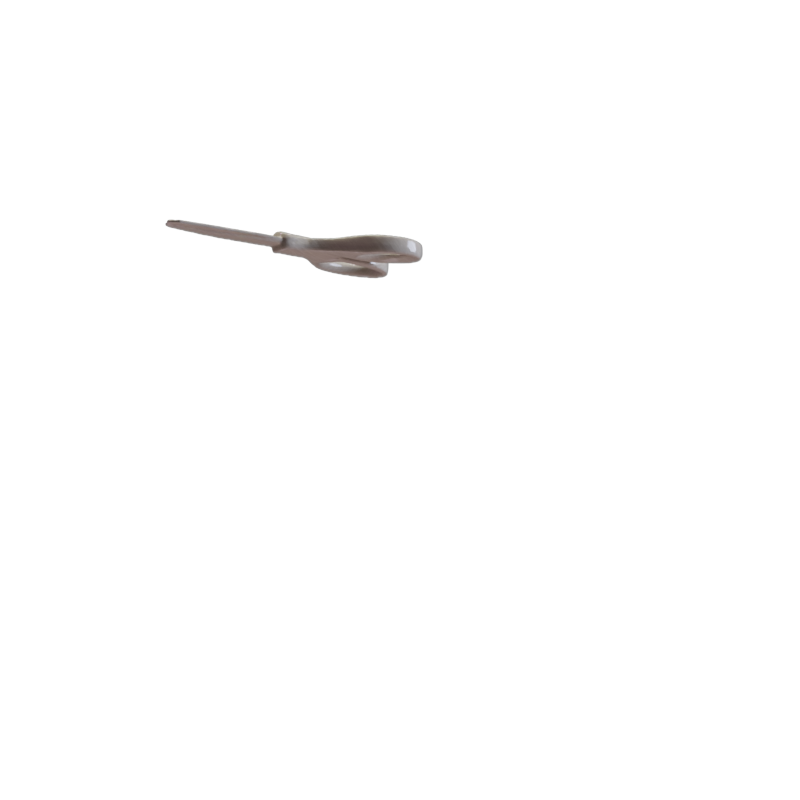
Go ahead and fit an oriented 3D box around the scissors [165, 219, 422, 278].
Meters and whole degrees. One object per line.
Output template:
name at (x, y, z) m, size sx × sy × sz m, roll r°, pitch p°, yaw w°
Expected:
scissors at (-0.062, -0.113, 0.794) m, size 0.099 × 0.016 × 0.191 m, roll -5°, pitch -9°, yaw 37°
